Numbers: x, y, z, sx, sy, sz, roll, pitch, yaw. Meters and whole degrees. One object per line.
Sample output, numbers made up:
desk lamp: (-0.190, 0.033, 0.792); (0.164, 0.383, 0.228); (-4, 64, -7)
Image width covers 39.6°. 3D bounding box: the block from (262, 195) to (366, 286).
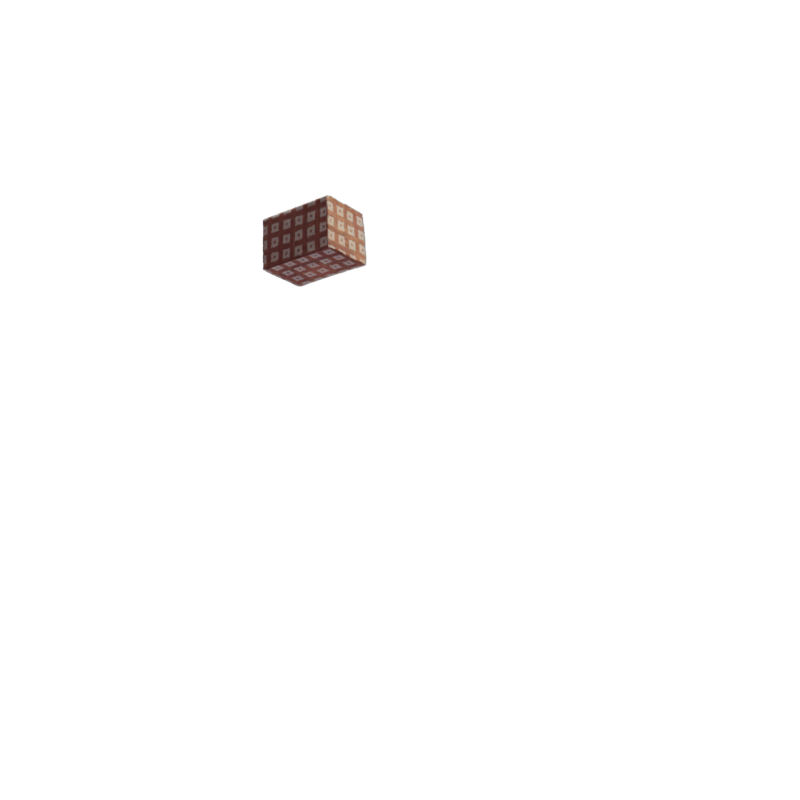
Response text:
block: (-0.076, -0.139, 0.972); (0.079, 0.054, 0.049); (-14, -25, 34)
